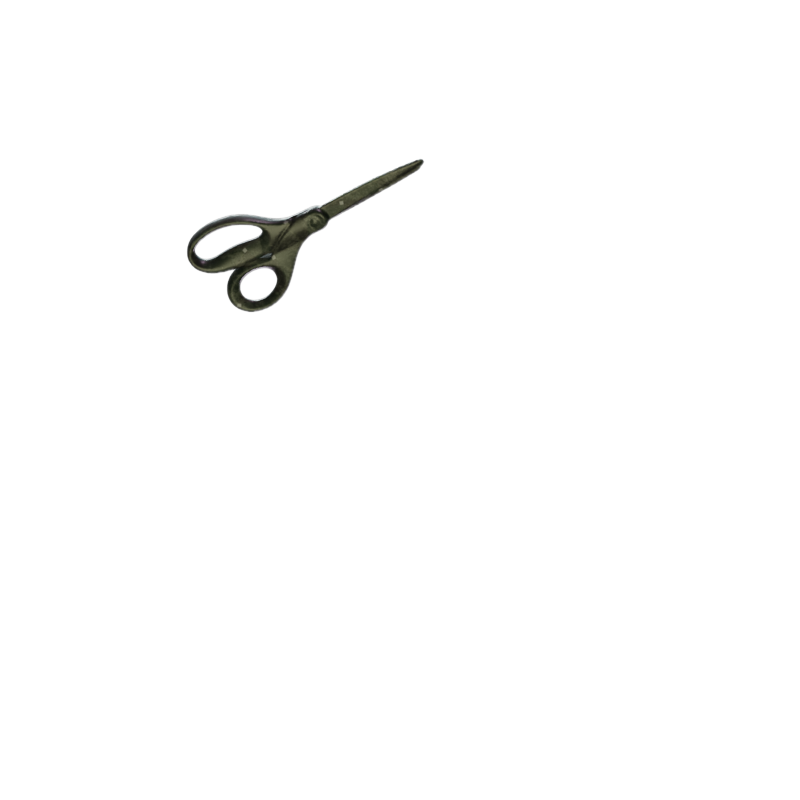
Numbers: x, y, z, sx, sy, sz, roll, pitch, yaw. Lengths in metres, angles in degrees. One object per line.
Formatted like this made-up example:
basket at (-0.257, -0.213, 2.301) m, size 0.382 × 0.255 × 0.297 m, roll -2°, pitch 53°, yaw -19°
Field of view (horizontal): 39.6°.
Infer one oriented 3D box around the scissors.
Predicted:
scissors at (-0.069, -0.126, 0.885) m, size 0.203 × 0.090 × 0.017 m, roll -13°, pitch 31°, yaw 8°
